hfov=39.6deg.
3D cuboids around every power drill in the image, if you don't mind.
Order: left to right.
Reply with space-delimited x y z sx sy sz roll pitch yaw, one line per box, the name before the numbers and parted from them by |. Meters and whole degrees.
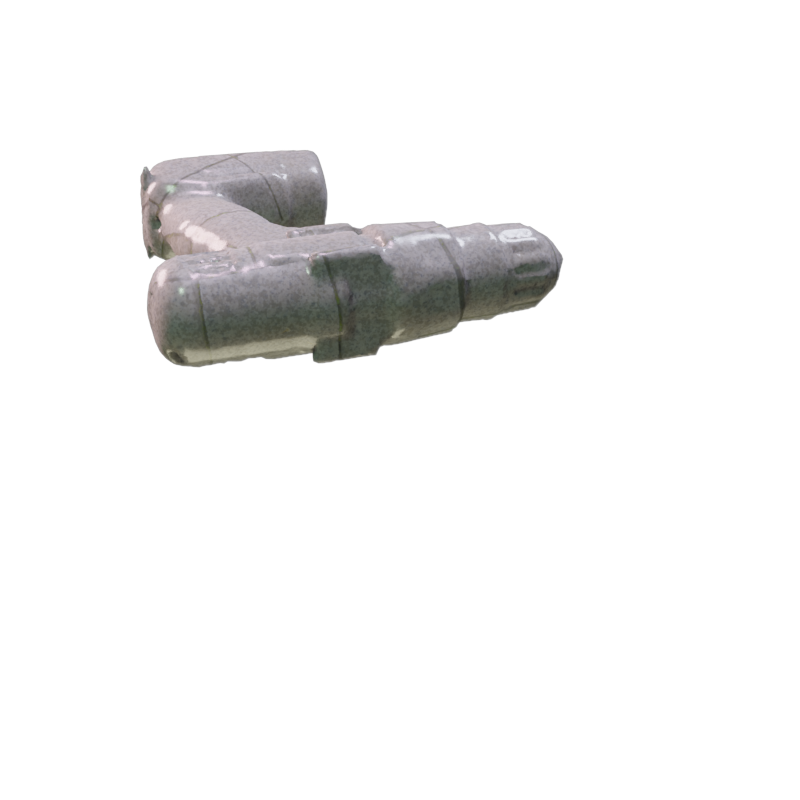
power drill | -0.042 -0.076 0.535 0.181 0.055 0.200 -8 24 -19
